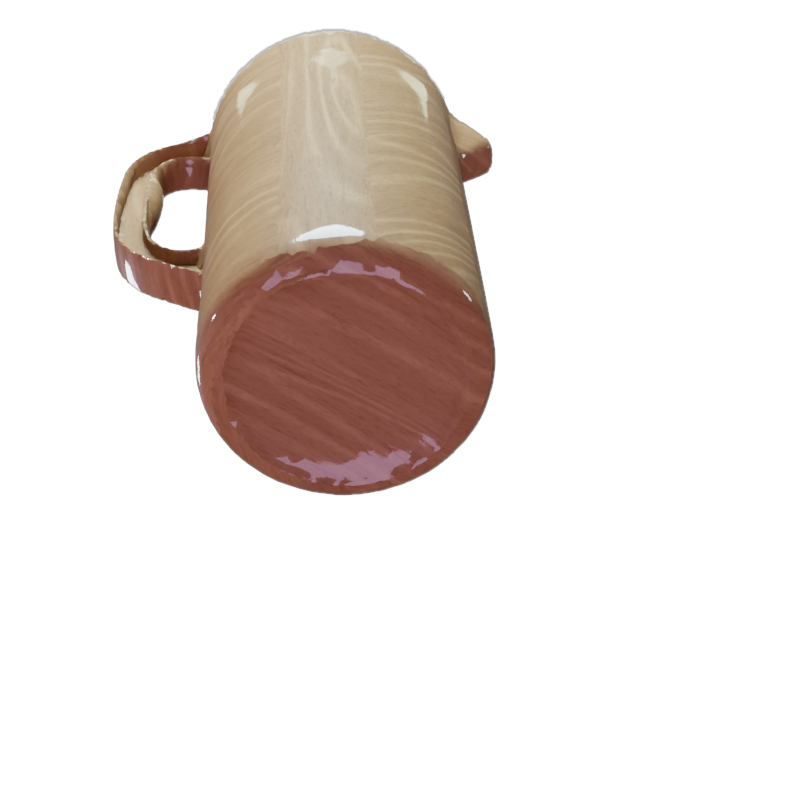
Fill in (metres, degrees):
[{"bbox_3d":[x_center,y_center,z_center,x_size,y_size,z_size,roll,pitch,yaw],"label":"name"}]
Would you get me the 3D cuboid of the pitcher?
[{"bbox_3d":[-0.039,-0.071,0.497,0.138,0.147,0.258,40,20,-22],"label":"pitcher"}]
